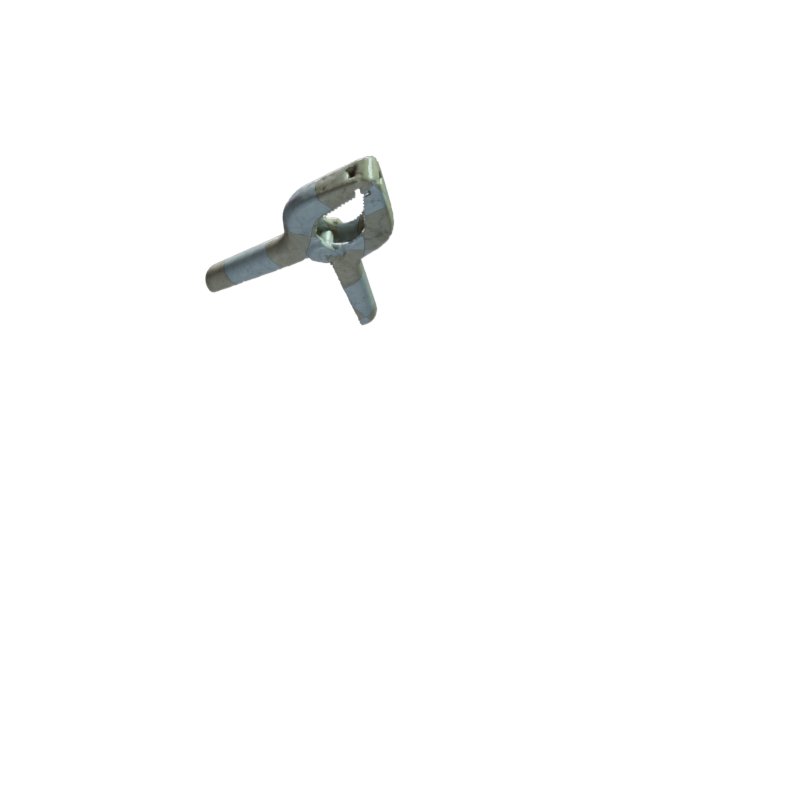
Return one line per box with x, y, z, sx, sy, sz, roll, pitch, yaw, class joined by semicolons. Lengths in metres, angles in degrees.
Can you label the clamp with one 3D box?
-0.075;-0.137;0.958;0.161;0.039;0.200;8;-33;-13;clamp
